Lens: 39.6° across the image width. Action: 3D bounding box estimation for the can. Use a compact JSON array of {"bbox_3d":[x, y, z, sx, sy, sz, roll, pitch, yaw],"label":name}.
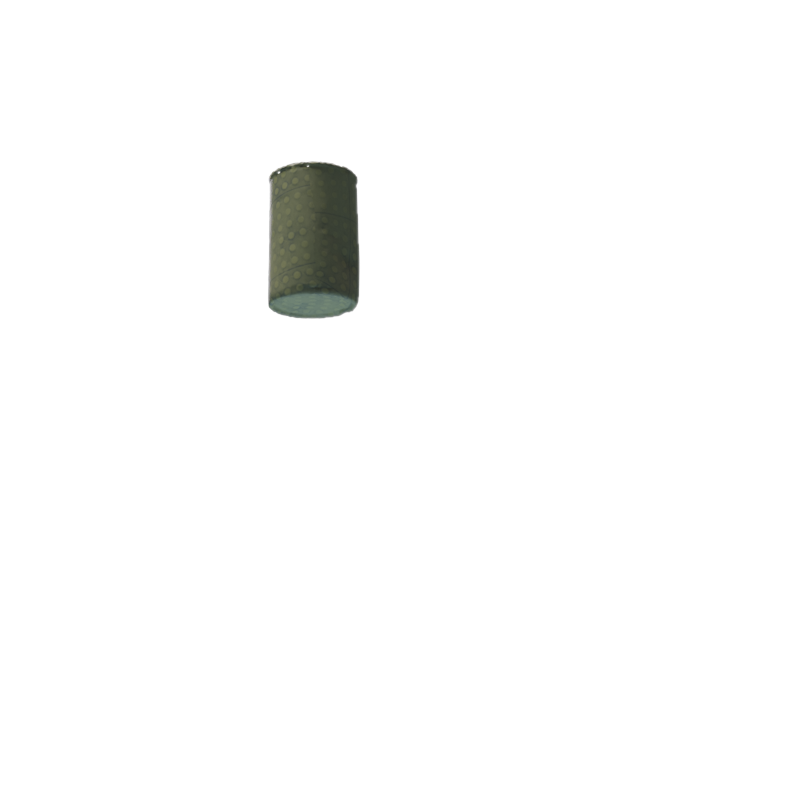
[{"bbox_3d":[-0.065,-0.119,0.830,0.068,0.107,0.066,0,-17,-2],"label":"can"}]
